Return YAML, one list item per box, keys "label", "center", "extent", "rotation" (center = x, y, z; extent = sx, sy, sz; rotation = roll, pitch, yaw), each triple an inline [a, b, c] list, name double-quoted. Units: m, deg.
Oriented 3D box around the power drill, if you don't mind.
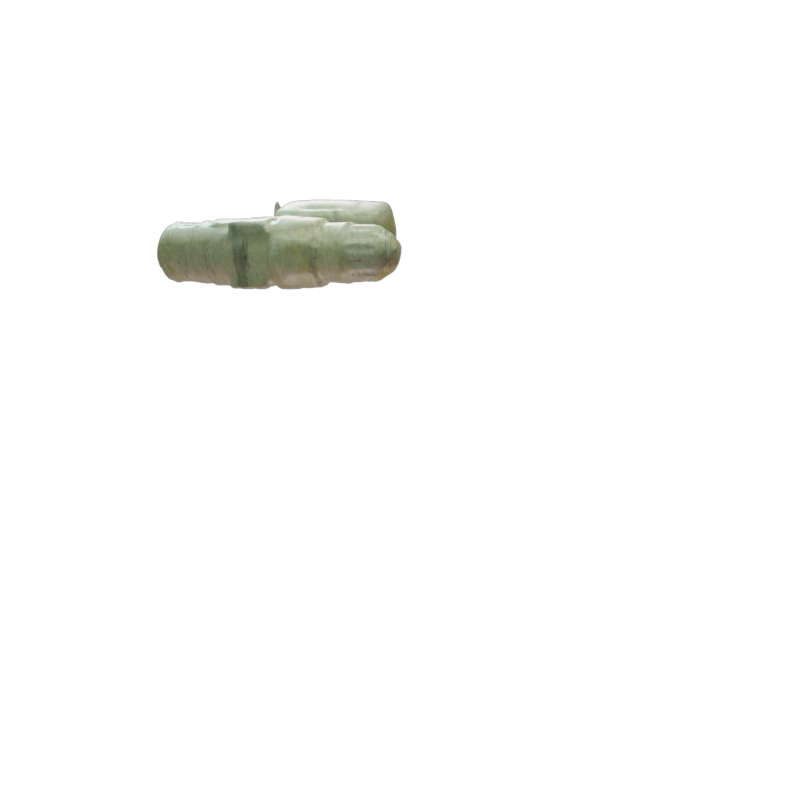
- label: "power drill"
  center: [-0.067, -0.122, 0.852]
  extent: [0.190, 0.056, 0.186]
  rotation: [4, 13, 20]
